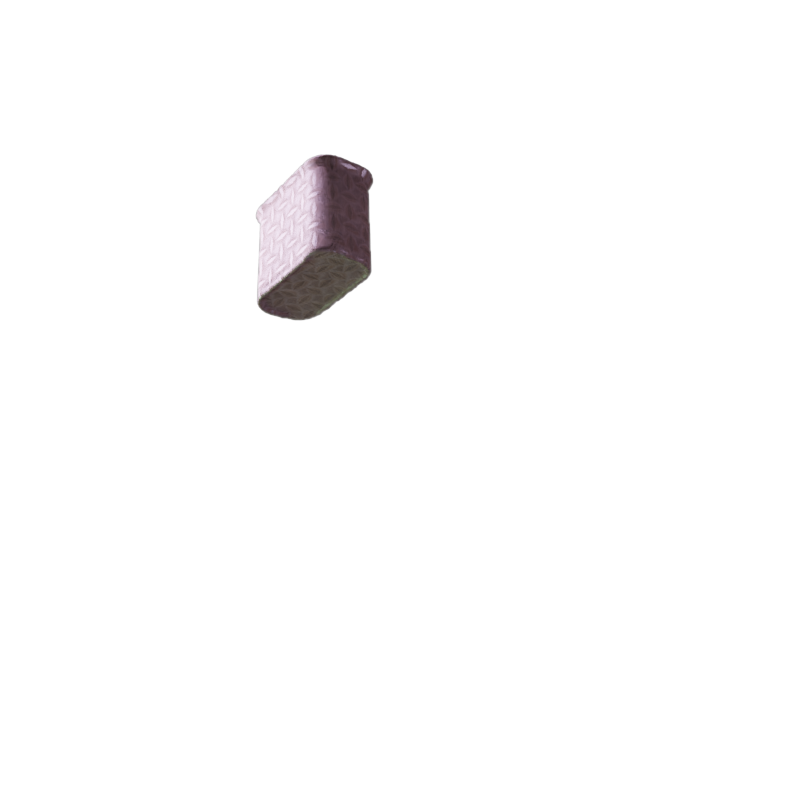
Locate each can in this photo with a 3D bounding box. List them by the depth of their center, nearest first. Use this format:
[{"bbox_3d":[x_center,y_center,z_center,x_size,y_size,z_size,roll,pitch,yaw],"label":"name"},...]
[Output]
[{"bbox_3d":[-0.064,-0.117,0.817,0.054,0.089,0.101,20,-37,-31],"label":"can"}]
